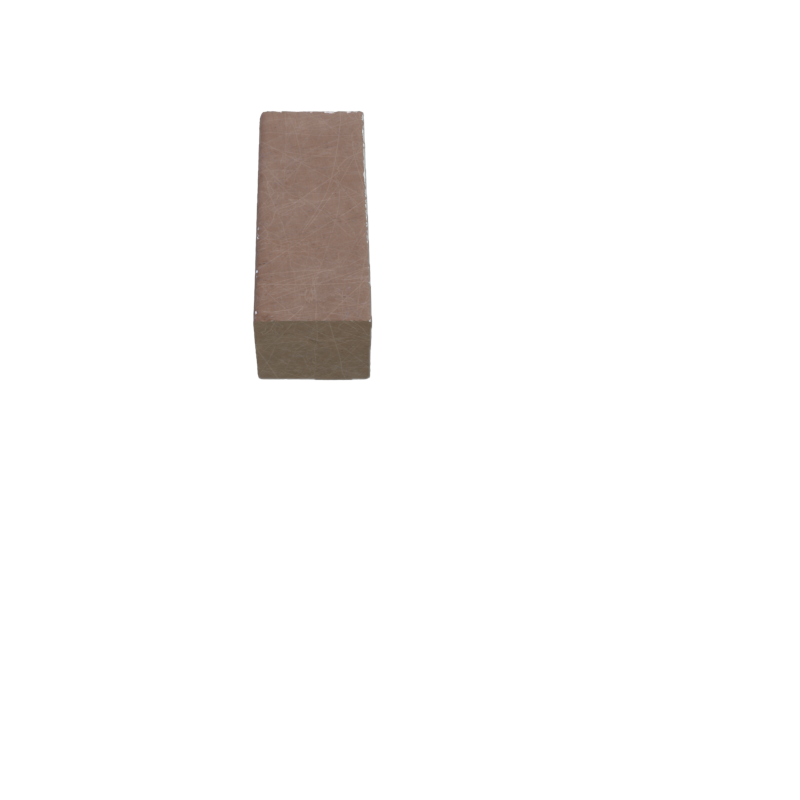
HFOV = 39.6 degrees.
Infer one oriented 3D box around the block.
[{"bbox_3d":[-0.071,-0.128,0.899,0.090,0.220,0.085,-1,-33,-2],"label":"block"}]
